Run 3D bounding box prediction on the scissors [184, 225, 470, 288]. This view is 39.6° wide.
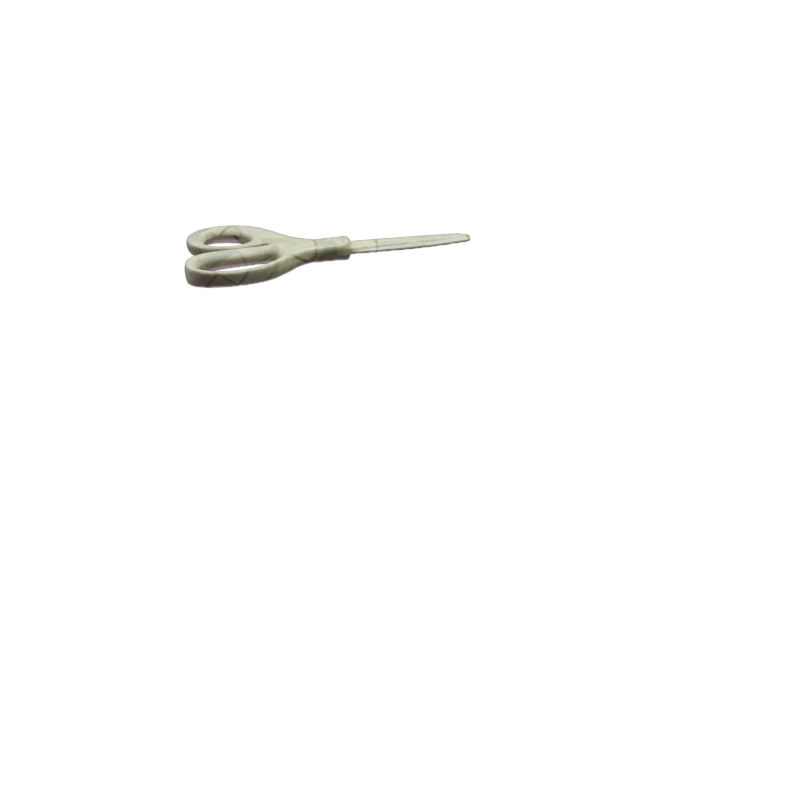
[{"bbox_3d":[-0.061,-0.110,0.774,0.198,0.015,0.103,-15,31,-27],"label":"scissors"}]
